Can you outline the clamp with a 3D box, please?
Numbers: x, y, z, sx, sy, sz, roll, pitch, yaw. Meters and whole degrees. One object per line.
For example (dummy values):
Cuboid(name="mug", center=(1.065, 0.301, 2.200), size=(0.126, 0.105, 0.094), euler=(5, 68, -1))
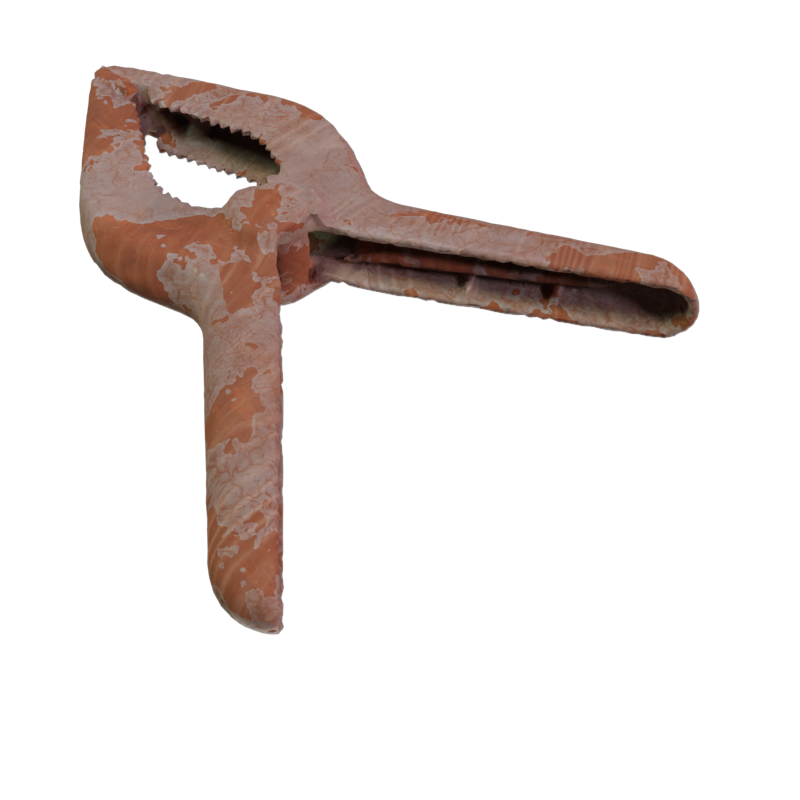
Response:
Cuboid(name="clamp", center=(-0.027, -0.050, 0.347), size=(0.164, 0.034, 0.226), euler=(-25, 52, -22))
